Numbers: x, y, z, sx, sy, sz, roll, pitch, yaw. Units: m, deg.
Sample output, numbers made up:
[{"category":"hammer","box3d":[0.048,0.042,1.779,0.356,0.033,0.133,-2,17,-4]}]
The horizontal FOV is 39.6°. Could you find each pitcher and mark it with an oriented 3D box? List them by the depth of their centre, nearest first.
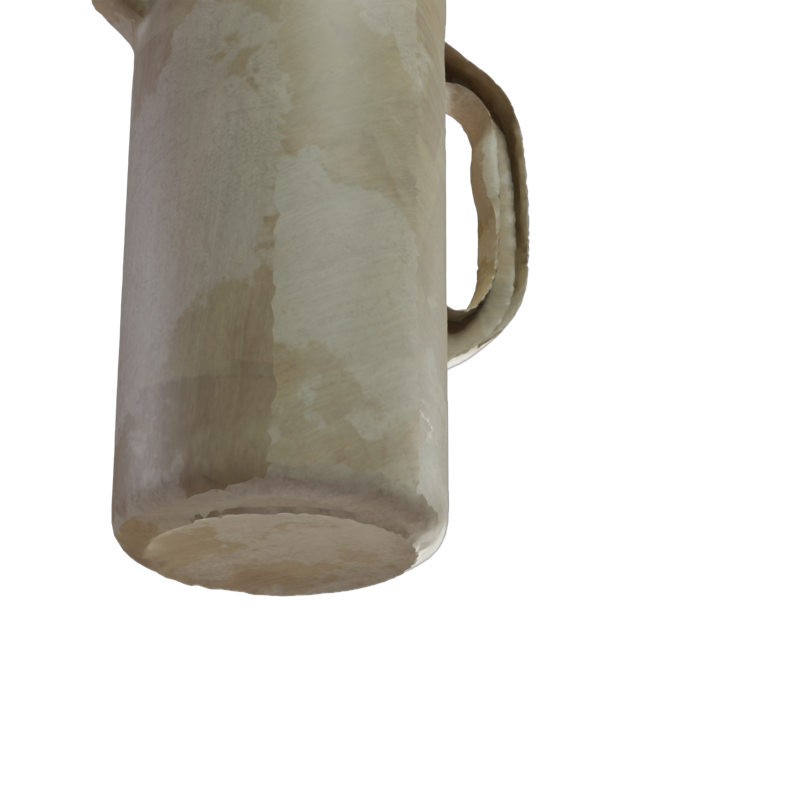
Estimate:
[{"category":"pitcher","box3d":[-0.033,-0.060,0.418,0.151,0.259,0.134,-11,-31,16]}]
